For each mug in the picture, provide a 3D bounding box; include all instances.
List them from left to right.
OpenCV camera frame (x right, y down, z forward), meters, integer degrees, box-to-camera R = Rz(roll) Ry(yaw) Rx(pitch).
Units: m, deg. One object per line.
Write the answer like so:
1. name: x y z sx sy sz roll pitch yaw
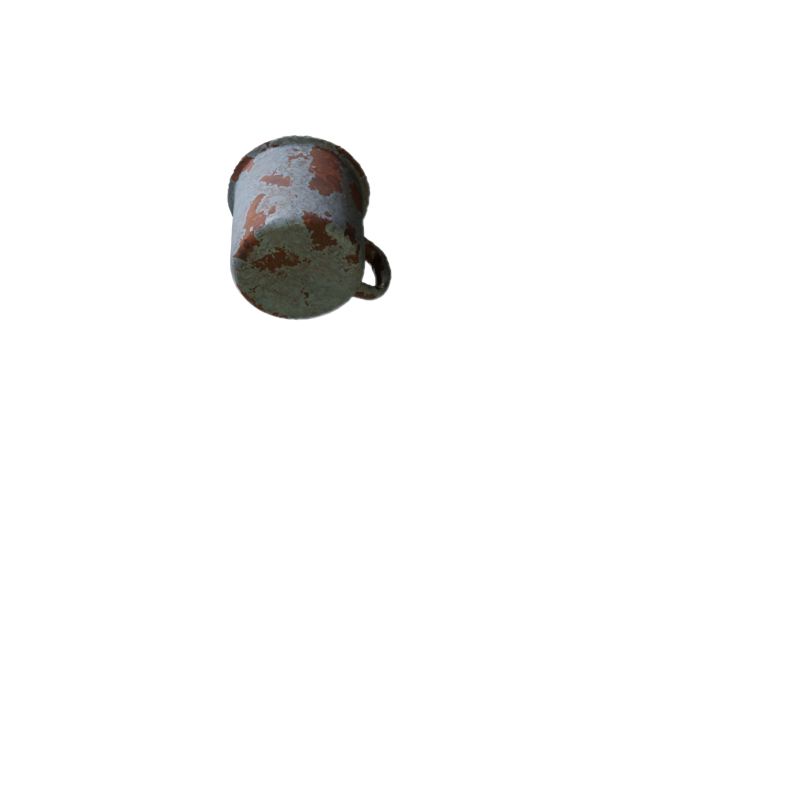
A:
1. mug: -0.054 -0.099 0.695 0.111 0.087 0.091 31 -57 -25
